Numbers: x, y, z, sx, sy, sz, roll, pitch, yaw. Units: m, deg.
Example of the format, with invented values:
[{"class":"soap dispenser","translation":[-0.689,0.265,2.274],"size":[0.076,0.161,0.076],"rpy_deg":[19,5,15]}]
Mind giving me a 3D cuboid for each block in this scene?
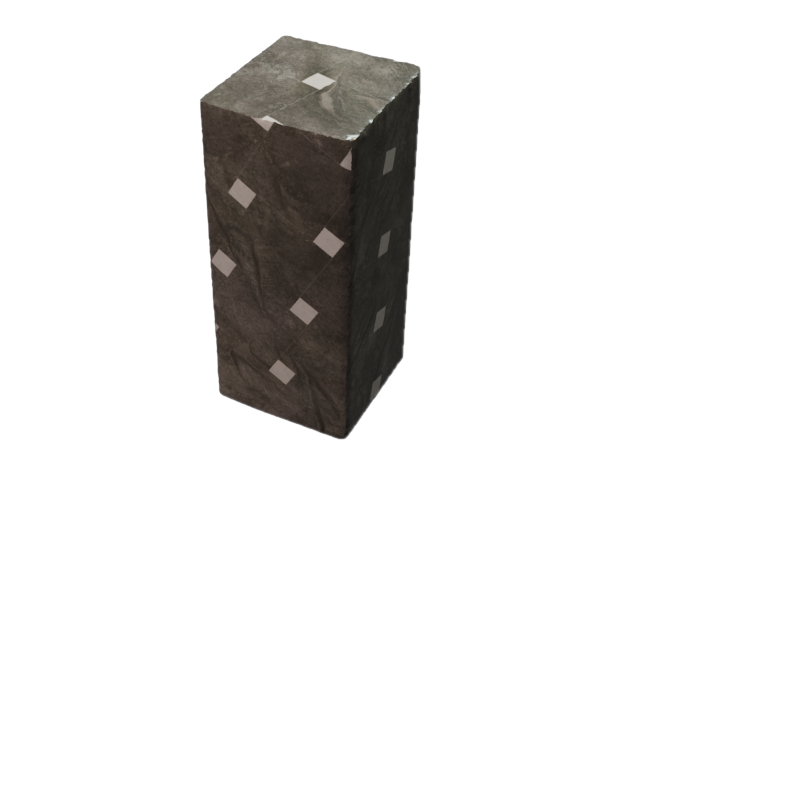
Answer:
[{"class":"block","translation":[-0.050,-0.091,0.640],"size":[0.094,0.192,0.093],"rpy_deg":[19,42,19]}]
